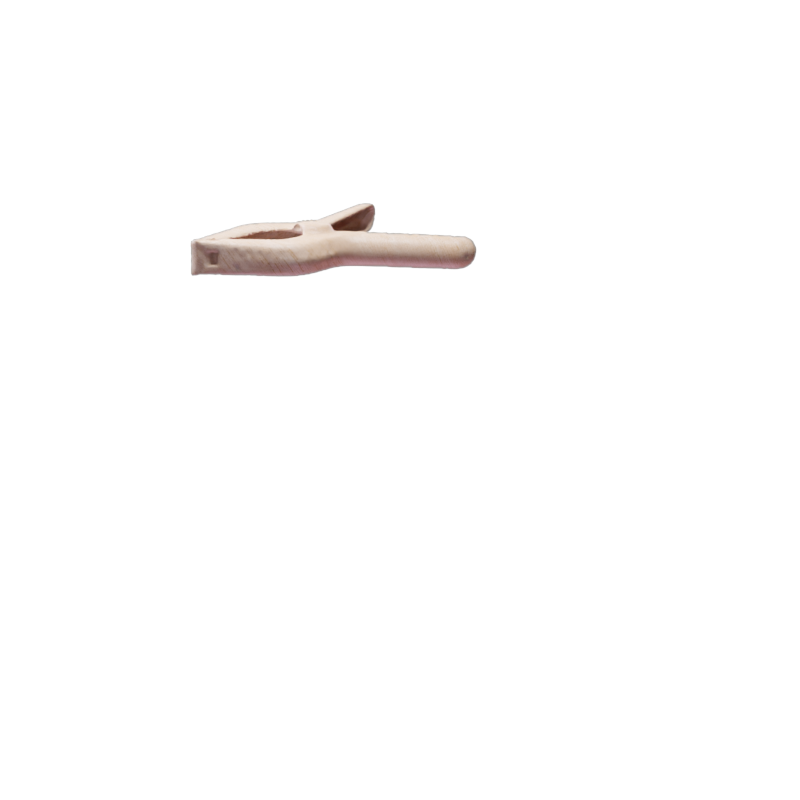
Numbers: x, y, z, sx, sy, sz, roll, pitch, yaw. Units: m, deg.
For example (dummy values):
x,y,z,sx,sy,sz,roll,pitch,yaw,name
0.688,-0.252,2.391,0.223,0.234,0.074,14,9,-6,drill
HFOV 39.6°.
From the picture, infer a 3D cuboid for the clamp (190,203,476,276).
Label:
x,y,z,sx,sy,sz,roll,pitch,yaw,name
-0.069,-0.126,0.880,0.205,0.035,0.174,-8,21,-21,clamp
